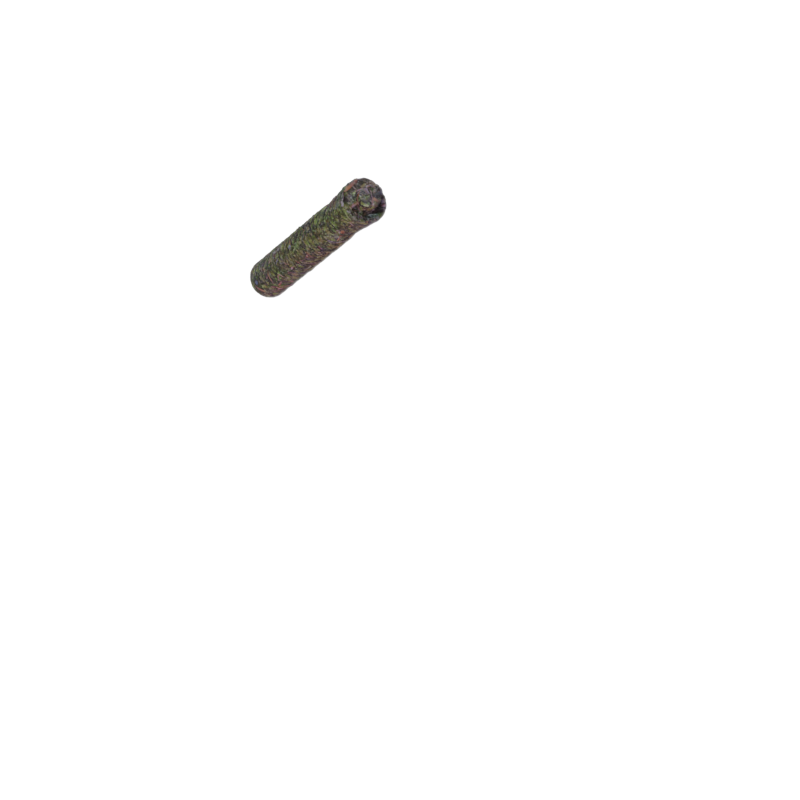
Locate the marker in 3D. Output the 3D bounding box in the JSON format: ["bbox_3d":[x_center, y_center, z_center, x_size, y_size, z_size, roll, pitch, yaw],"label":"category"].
[{"bbox_3d":[-0.037,-0.068,0.474,0.019,0.020,0.121,-1,-9,-26],"label":"marker"}]
